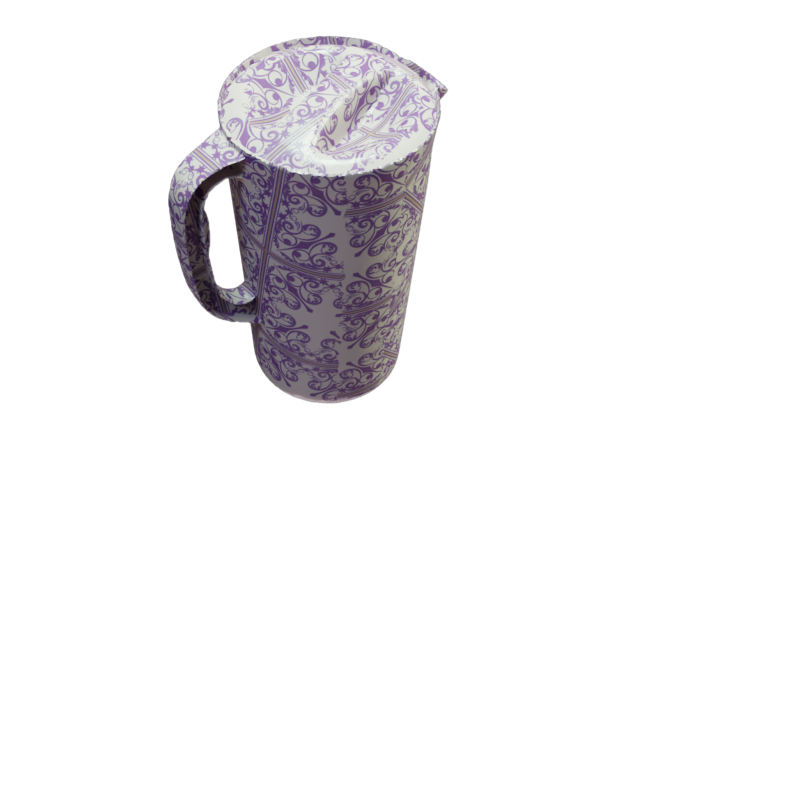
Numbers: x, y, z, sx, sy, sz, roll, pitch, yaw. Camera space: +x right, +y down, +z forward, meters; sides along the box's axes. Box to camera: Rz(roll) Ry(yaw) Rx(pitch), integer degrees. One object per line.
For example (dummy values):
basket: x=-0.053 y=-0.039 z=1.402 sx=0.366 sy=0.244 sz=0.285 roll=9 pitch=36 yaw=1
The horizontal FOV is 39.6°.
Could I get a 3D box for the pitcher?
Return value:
pitcher: x=-0.058 y=-0.105 z=0.735 sx=0.151 sy=0.153 sz=0.226 roll=10 pitch=-41 yaw=6
